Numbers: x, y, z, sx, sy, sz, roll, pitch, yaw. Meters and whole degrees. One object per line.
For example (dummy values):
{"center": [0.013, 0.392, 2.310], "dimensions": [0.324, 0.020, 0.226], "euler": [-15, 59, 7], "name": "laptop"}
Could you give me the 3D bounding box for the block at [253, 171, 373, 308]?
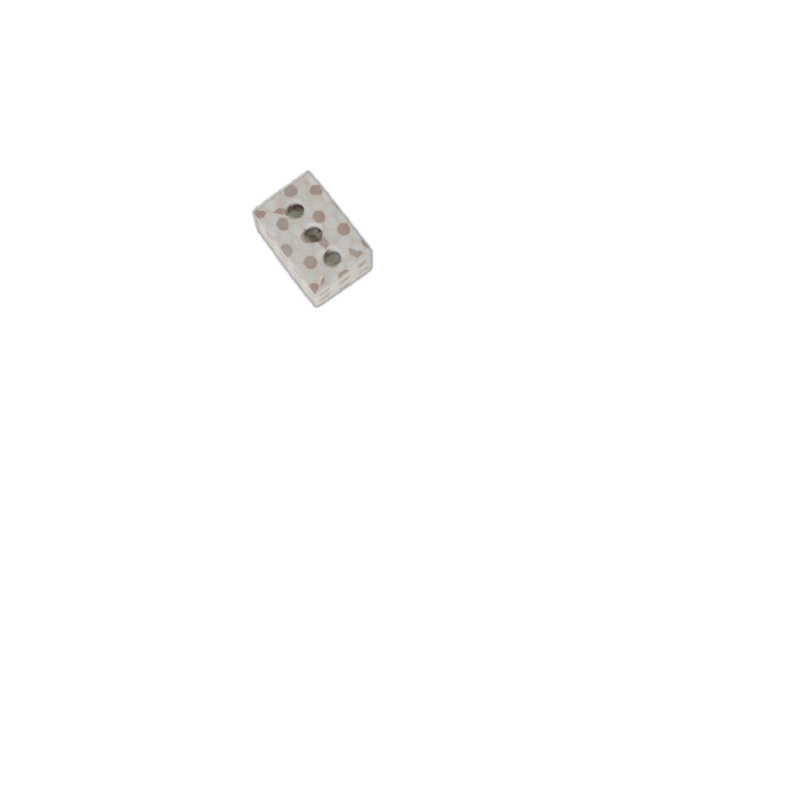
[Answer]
{"center": [-0.063, -0.116, 0.809], "dimensions": [0.053, 0.080, 0.050], "euler": [-37, -9, -8], "name": "block"}
